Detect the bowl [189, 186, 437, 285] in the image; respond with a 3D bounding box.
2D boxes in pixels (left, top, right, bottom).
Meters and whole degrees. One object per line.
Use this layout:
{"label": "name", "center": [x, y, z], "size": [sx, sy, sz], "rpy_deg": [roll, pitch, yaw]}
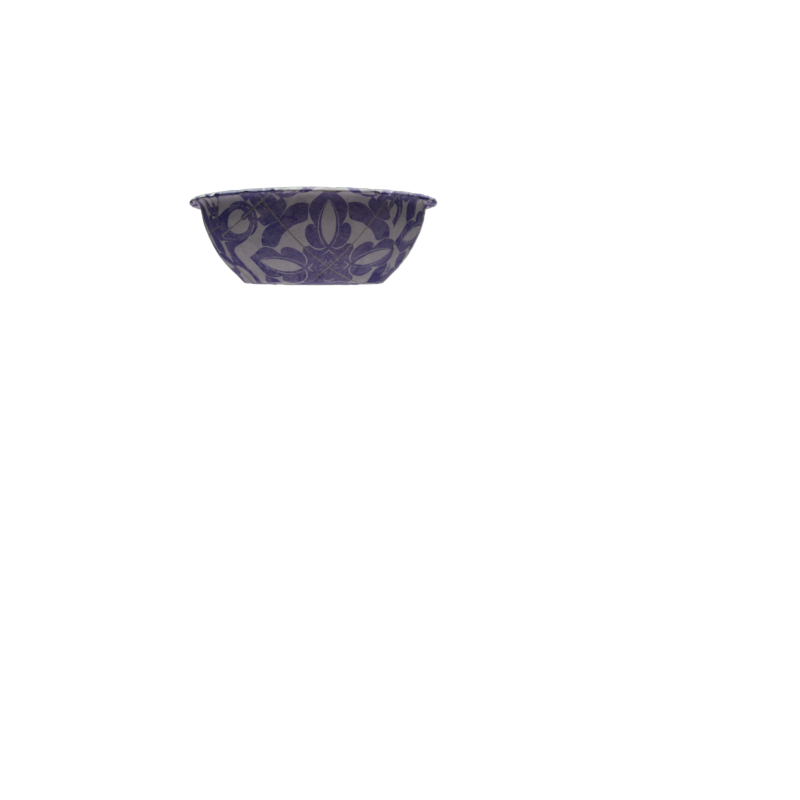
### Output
{"label": "bowl", "center": [-0.057, -0.103, 0.724], "size": [0.162, 0.055, 0.162], "rpy_deg": [0, 4, -2]}
